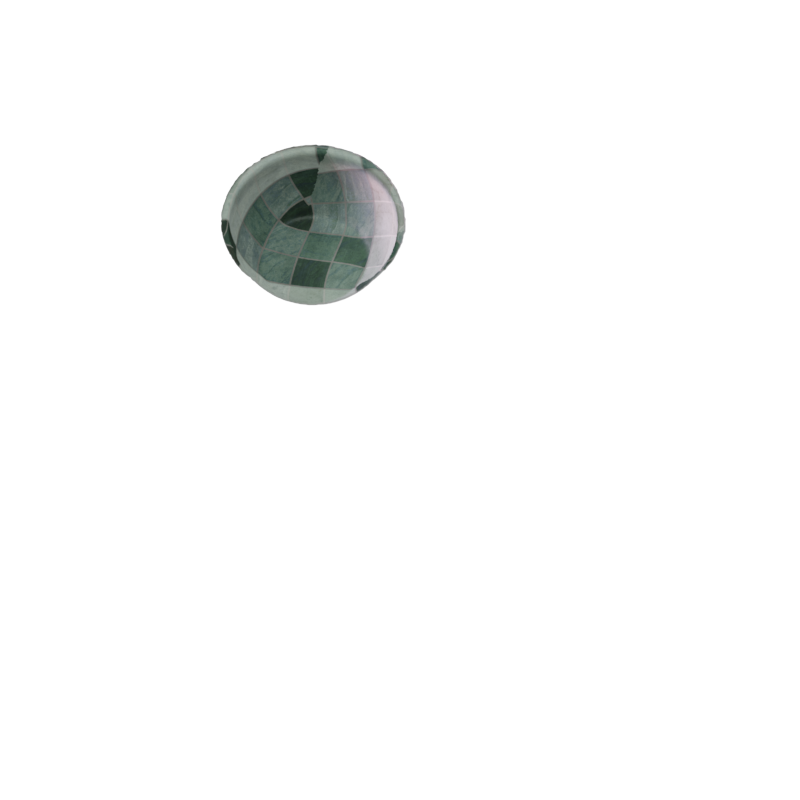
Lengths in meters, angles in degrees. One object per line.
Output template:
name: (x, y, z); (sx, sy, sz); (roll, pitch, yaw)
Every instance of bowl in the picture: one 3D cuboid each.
bowl: (-0.074, -0.135, 0.949); (0.162, 0.151, 0.059); (1, 38, -1)
